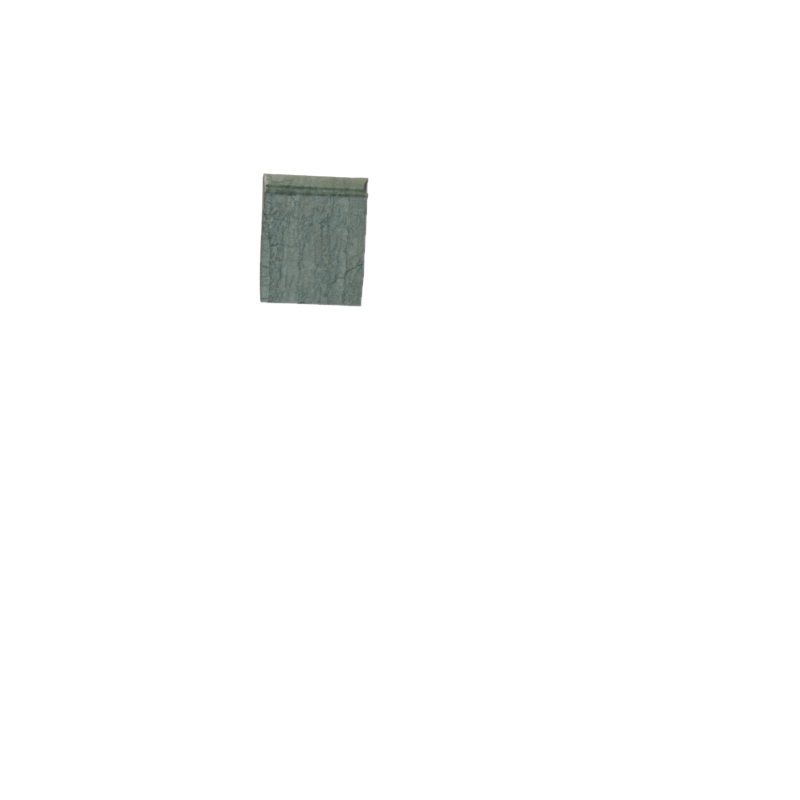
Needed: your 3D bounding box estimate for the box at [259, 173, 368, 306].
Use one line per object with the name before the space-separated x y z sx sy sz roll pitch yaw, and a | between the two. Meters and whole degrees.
box | -0.074 -0.135 0.943 0.089 0.106 0.042 3 35 -3
